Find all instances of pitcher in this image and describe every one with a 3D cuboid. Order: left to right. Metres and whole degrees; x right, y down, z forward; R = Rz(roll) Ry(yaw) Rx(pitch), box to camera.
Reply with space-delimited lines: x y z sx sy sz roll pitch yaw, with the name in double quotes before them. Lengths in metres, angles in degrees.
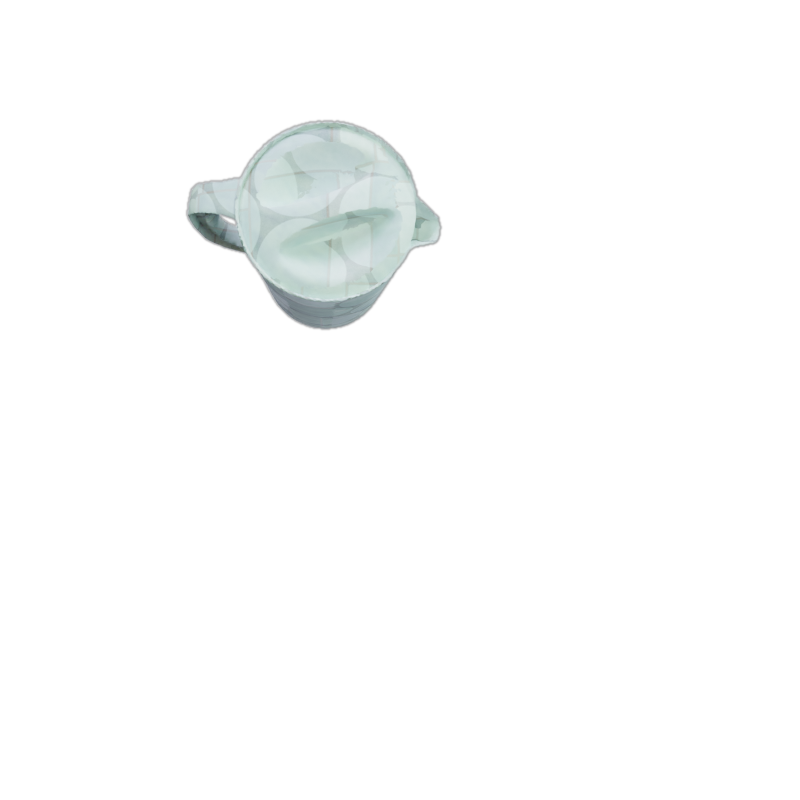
"pitcher" -0.071 -0.129 0.904 0.145 0.152 0.238 -38 -4 -7
